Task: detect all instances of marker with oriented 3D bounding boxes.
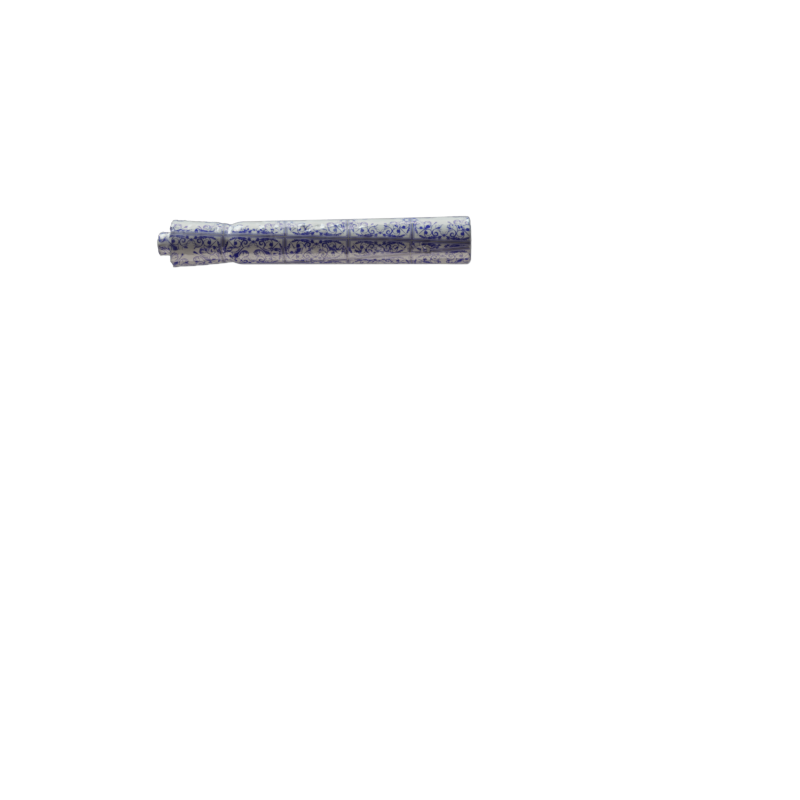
[{"bbox_3d":[-0.034,-0.061,0.431,0.121,0.020,0.020,0,4,4],"label":"marker"}]
